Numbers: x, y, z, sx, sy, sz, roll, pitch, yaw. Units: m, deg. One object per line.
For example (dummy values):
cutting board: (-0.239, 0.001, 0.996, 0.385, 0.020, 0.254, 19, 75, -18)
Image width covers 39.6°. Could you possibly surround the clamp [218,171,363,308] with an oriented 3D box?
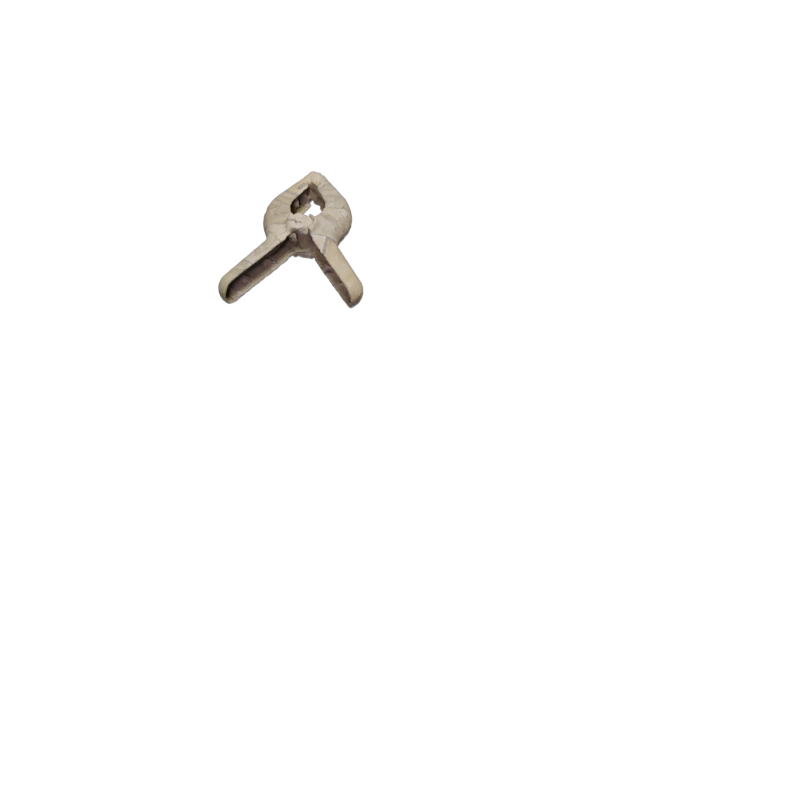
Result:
clamp: (-0.075, -0.138, 0.964, 0.122, 0.180, 0.036, 11, -42, 10)
